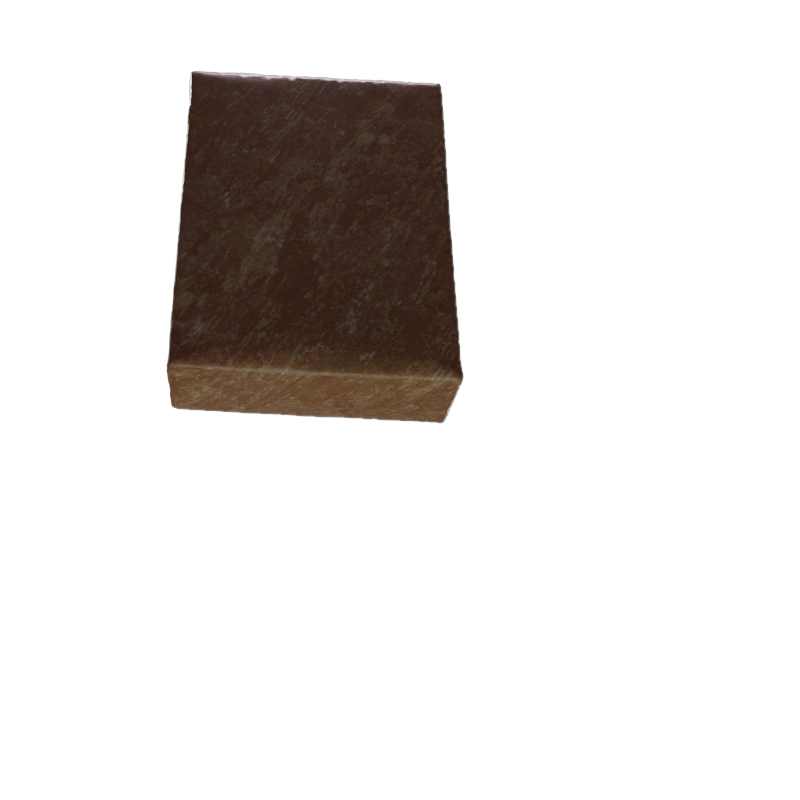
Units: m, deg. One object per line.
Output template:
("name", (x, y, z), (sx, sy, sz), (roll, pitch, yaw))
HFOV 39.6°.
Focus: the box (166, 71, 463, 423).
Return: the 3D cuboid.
("box", (-0.053, -0.097, 0.681), (0.163, 0.228, 0.068), (1, -31, -5))
